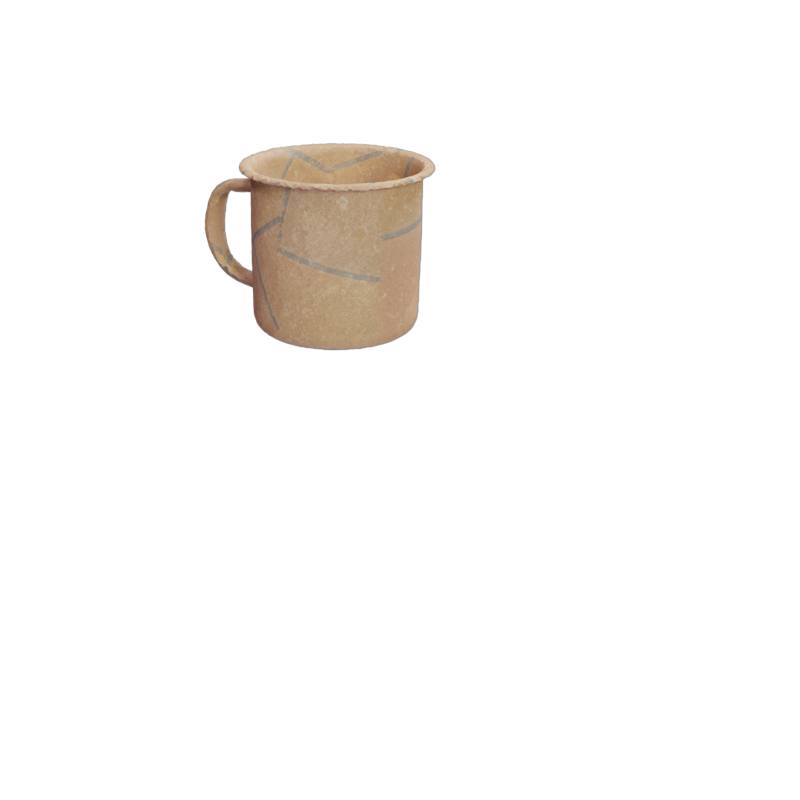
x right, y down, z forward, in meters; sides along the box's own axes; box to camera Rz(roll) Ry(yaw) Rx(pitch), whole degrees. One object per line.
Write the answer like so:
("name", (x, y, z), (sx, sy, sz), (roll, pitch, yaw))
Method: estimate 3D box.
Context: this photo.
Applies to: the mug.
("mug", (-0.042, -0.077, 0.540), (0.121, 0.078, 0.095), (8, 23, 18))
